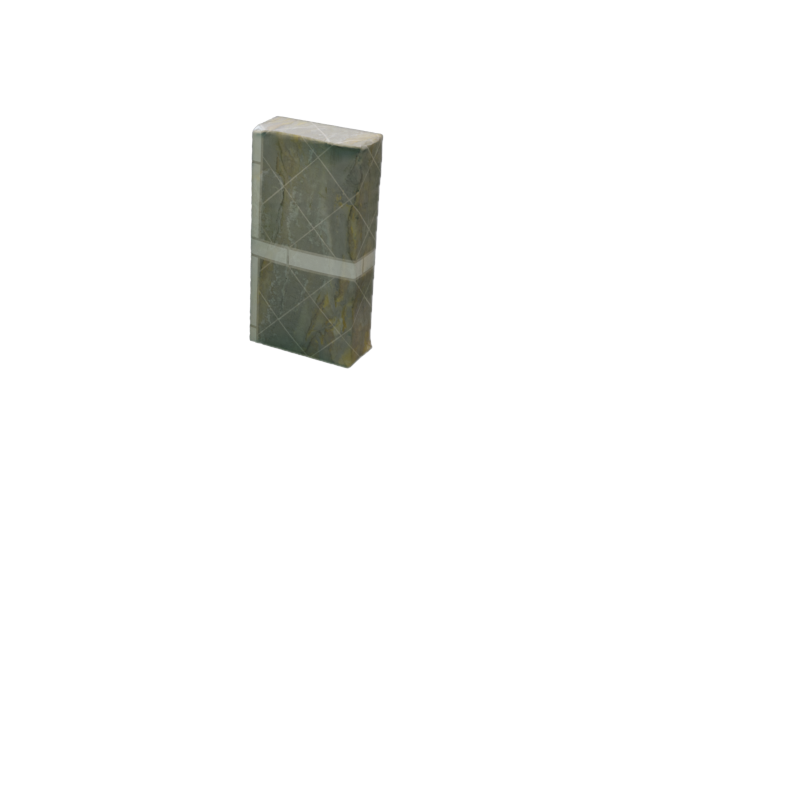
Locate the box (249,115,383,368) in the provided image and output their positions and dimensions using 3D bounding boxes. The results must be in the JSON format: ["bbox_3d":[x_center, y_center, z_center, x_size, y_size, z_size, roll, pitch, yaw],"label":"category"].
[{"bbox_3d":[-0.066,-0.120,0.838,0.097,0.167,0.048,14,28,24],"label":"box"}]
